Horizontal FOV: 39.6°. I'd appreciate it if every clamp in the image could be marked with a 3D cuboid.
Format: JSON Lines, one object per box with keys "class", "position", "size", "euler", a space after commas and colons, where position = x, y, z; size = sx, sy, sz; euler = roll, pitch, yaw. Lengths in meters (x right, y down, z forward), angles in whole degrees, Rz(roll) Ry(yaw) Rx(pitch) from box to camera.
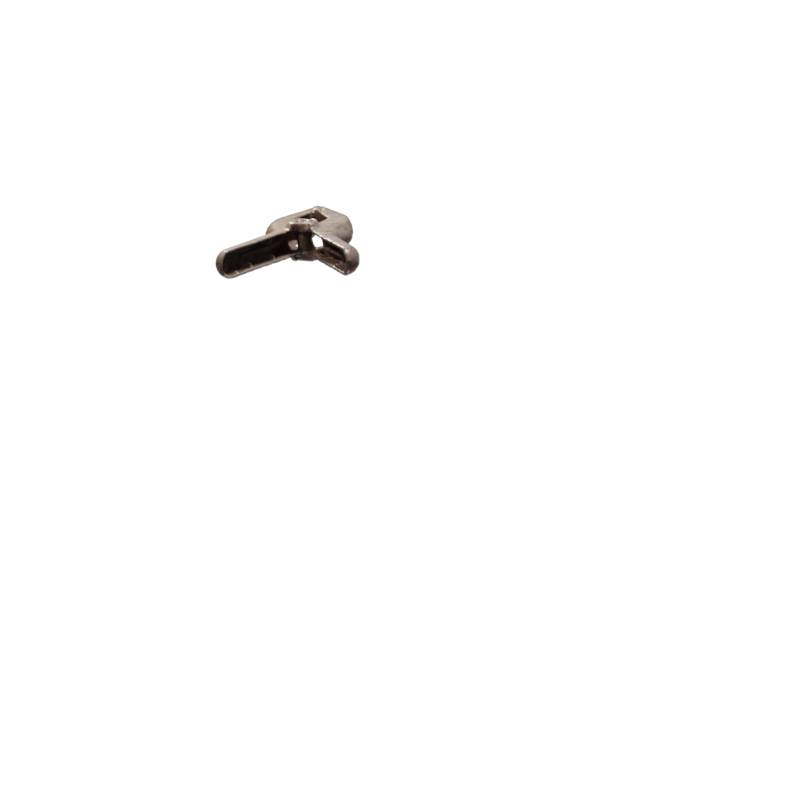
{"class": "clamp", "position": [-0.076, -0.139, 0.974], "size": [0.123, 0.037, 0.175], "euler": [7, 26, 15]}
